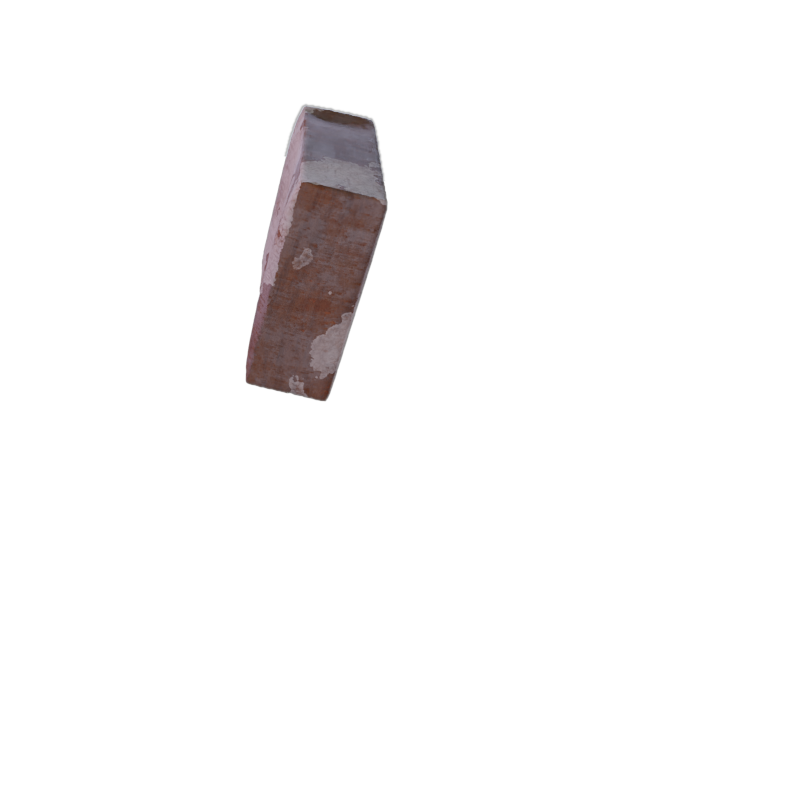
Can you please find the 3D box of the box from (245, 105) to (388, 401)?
[{"bbox_3d":[-0.069,-0.125,0.878,0.071,0.158,0.226,13,25,-11],"label":"box"}]
